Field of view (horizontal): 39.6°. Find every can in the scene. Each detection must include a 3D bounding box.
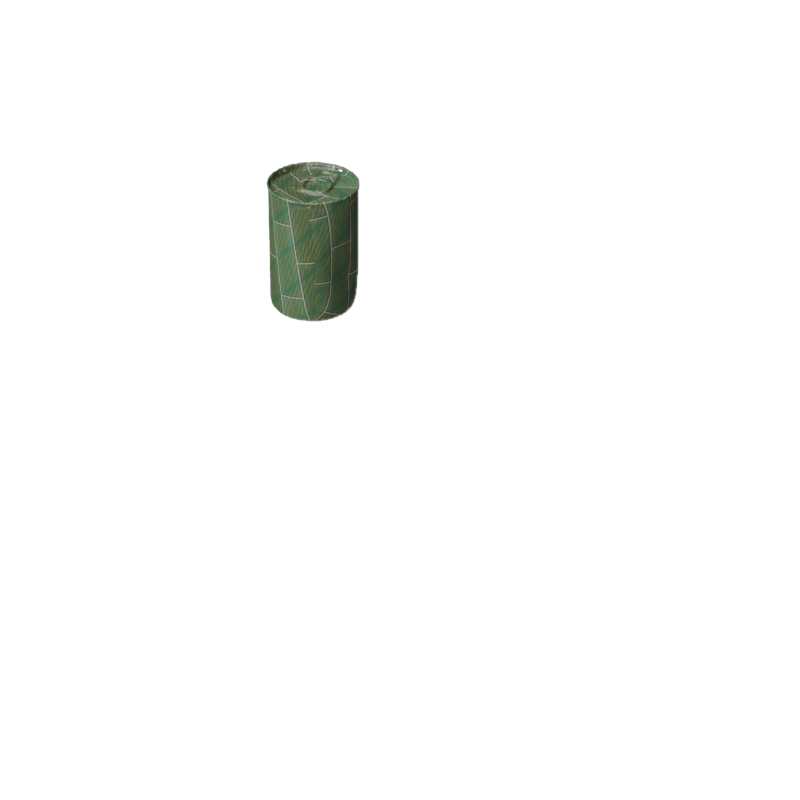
[{"bbox_3d":[-0.065,-0.119,0.835,0.068,0.096,0.073,0,33,-3],"label":"can"}]
